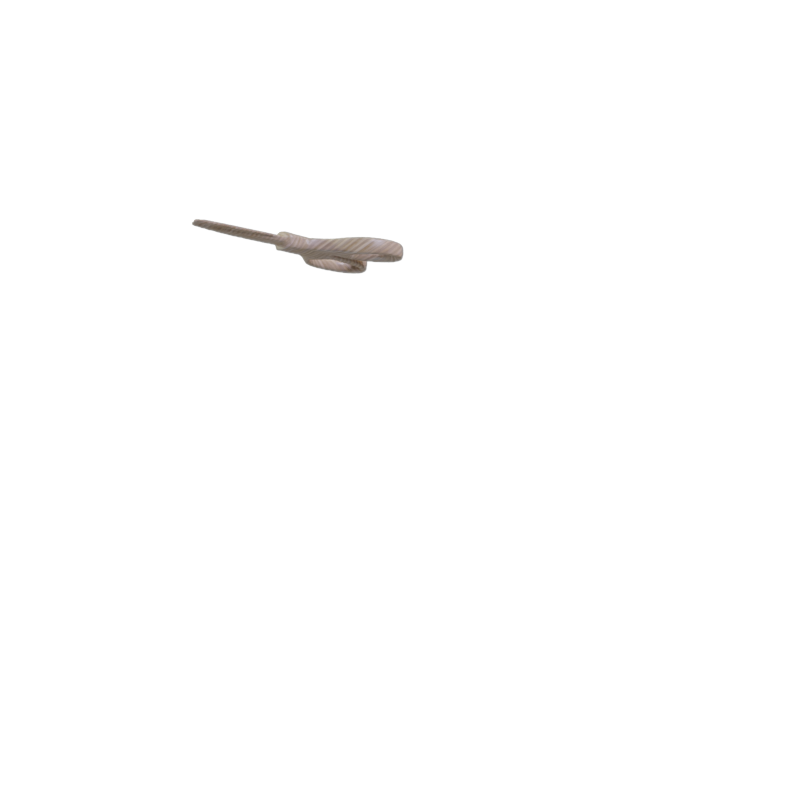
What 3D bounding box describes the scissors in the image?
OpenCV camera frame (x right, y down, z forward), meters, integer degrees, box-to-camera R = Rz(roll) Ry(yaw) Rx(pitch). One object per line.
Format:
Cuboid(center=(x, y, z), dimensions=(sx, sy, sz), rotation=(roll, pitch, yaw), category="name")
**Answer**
Cuboid(center=(-0.070, -0.128, 0.897), dimensions=(0.099, 0.016, 0.192), rotation=(-3, -6, 28), category="scissors")
